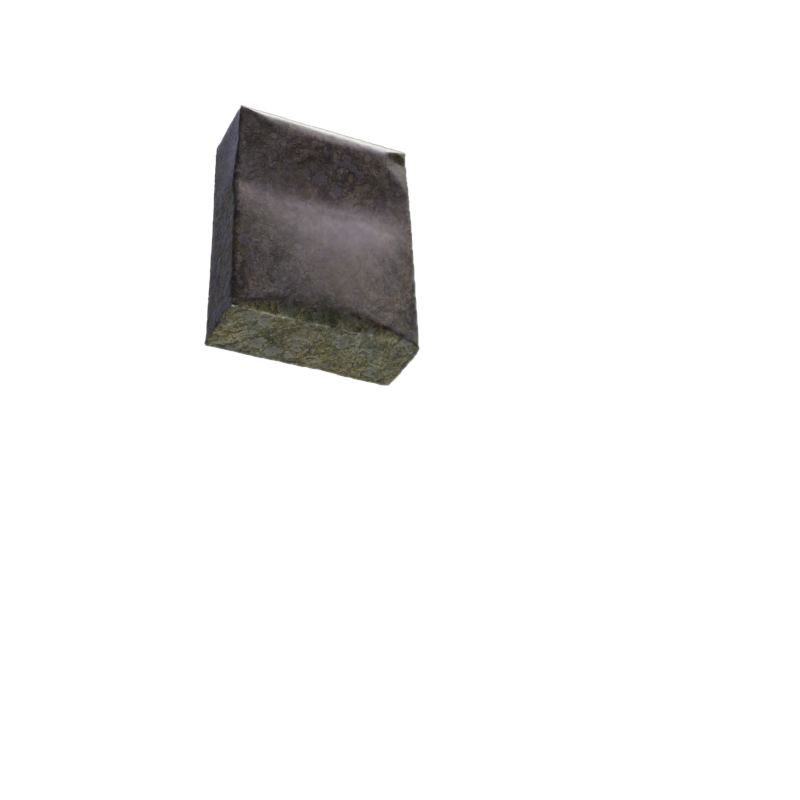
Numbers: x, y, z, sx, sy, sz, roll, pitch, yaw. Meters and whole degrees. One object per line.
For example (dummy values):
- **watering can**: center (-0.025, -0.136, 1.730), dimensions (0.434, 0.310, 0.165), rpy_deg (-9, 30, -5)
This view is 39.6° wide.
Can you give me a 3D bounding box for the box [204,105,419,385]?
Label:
- **box**: center (-0.073, -0.133, 0.931), dimensions (0.159, 0.229, 0.069), rpy_deg (12, -37, -20)
